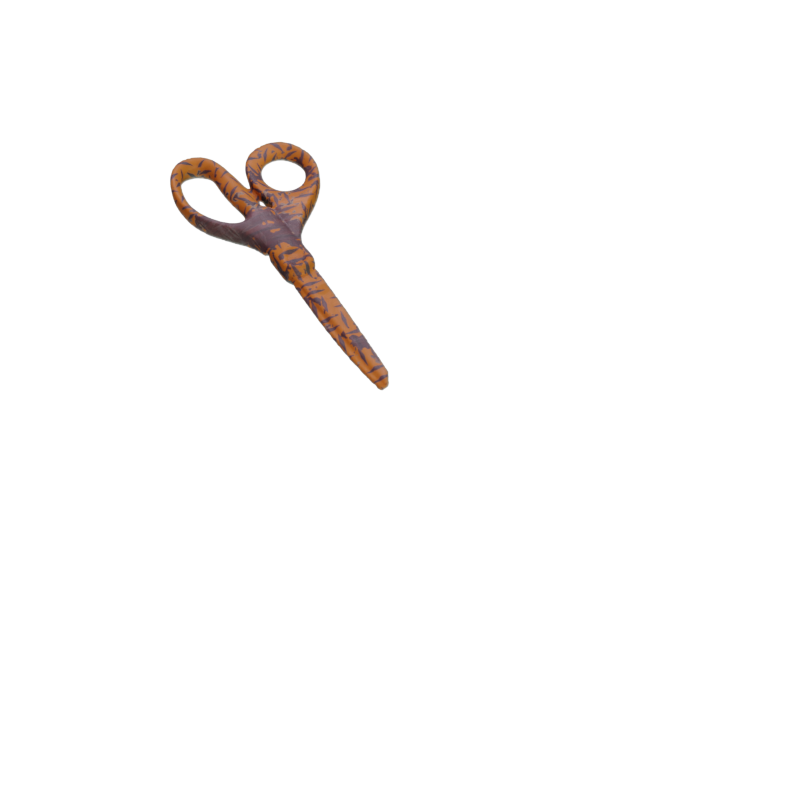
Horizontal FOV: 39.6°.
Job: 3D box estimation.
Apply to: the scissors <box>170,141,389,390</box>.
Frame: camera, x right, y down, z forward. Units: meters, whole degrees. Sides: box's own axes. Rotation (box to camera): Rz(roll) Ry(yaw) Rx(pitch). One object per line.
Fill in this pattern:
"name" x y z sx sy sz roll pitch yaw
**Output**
"scissors" -0.049 -0.089 0.621 0.097 0.015 0.215 -35 56 -28
